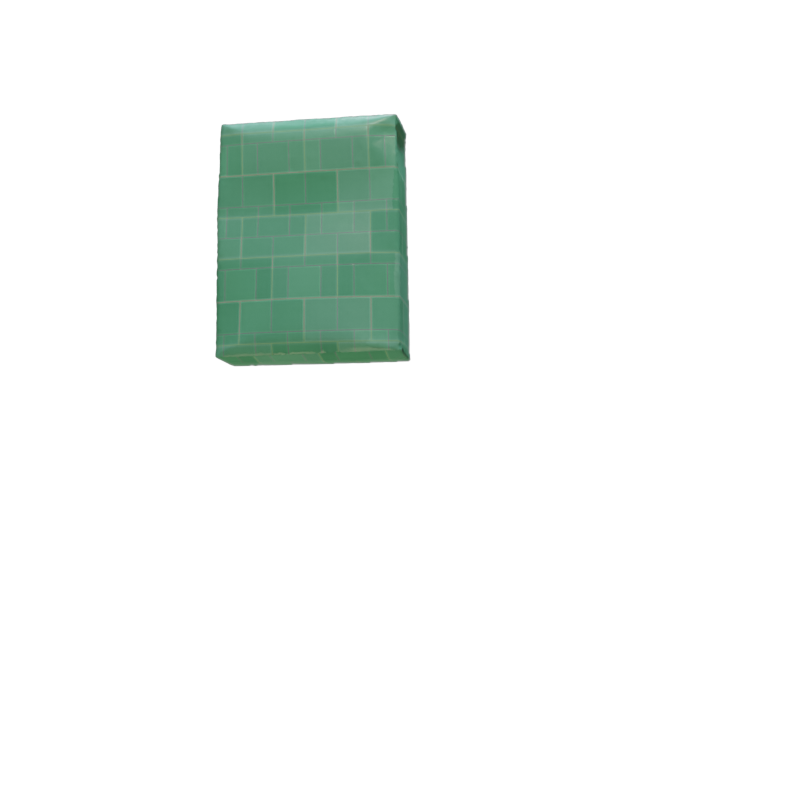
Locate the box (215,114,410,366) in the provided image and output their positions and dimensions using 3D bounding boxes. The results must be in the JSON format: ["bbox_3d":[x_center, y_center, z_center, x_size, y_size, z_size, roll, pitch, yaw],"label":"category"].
[{"bbox_3d":[-0.077,-0.140,0.984,0.166,0.220,0.069,-2,-12,9],"label":"box"}]
